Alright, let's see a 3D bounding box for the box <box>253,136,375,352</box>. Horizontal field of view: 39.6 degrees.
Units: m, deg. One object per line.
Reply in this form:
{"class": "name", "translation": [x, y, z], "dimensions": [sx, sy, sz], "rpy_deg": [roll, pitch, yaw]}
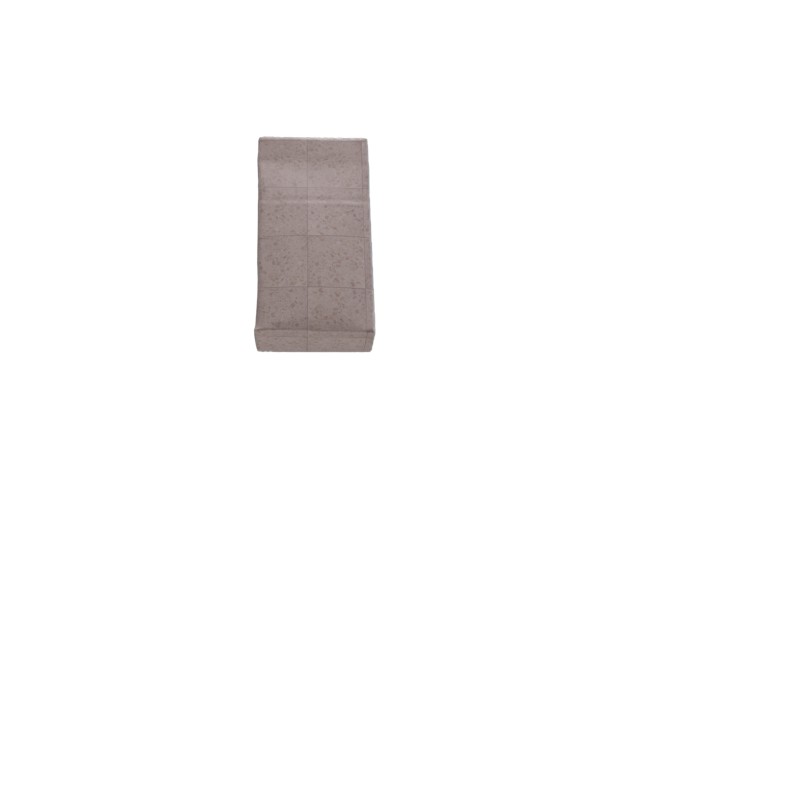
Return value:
{"class": "box", "translation": [-0.070, -0.127, 0.890], "dimensions": [0.093, 0.187, 0.045], "rpy_deg": [0, -28, -3]}
